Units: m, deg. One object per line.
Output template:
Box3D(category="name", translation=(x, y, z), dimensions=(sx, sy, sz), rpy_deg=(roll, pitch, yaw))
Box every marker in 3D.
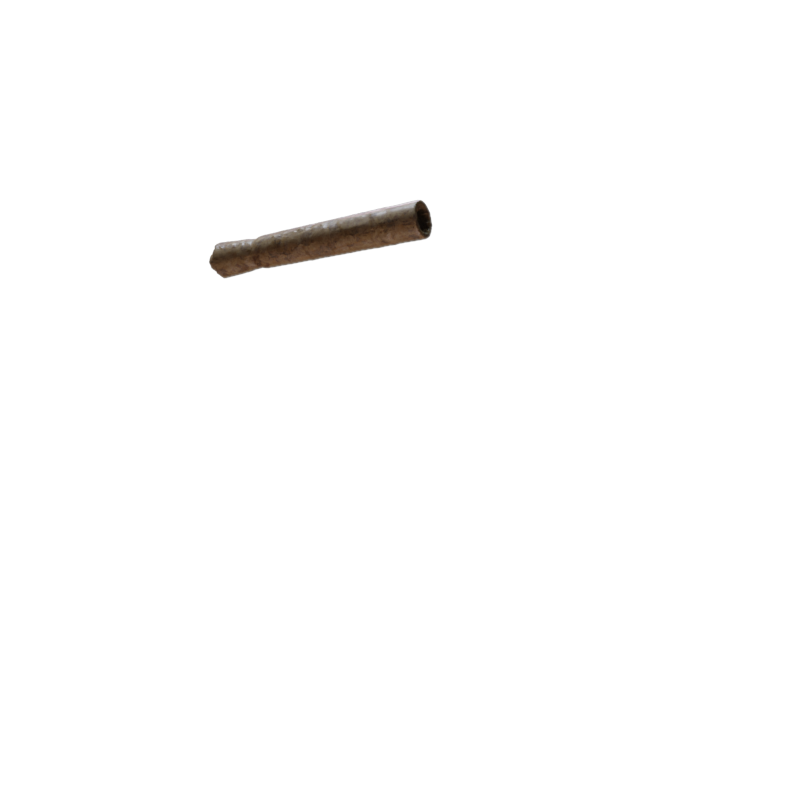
Box3D(category="marker", translation=(-0.043, -0.078, 0.544), dimensions=(0.124, 0.020, 0.019), rpy_deg=(-7, 0, 29))
